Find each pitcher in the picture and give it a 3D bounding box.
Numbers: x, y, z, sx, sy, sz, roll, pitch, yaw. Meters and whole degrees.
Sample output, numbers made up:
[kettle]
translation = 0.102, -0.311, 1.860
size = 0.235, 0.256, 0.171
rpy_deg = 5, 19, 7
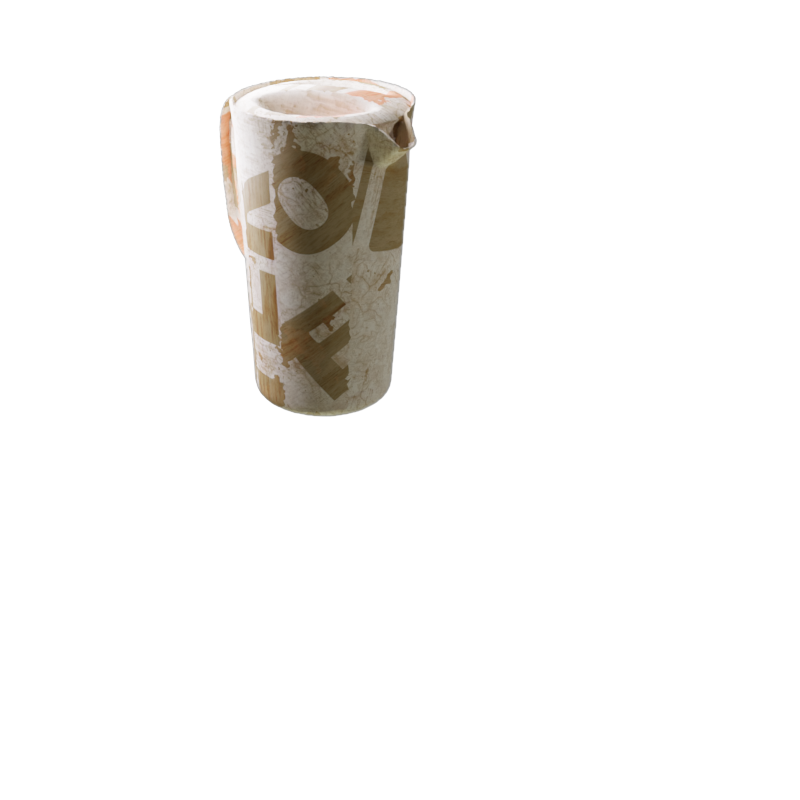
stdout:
[pitcher]
translation = -0.066, -0.120, 0.841
size = 0.144, 0.231, 0.158
rpy_deg = 0, 25, -3
